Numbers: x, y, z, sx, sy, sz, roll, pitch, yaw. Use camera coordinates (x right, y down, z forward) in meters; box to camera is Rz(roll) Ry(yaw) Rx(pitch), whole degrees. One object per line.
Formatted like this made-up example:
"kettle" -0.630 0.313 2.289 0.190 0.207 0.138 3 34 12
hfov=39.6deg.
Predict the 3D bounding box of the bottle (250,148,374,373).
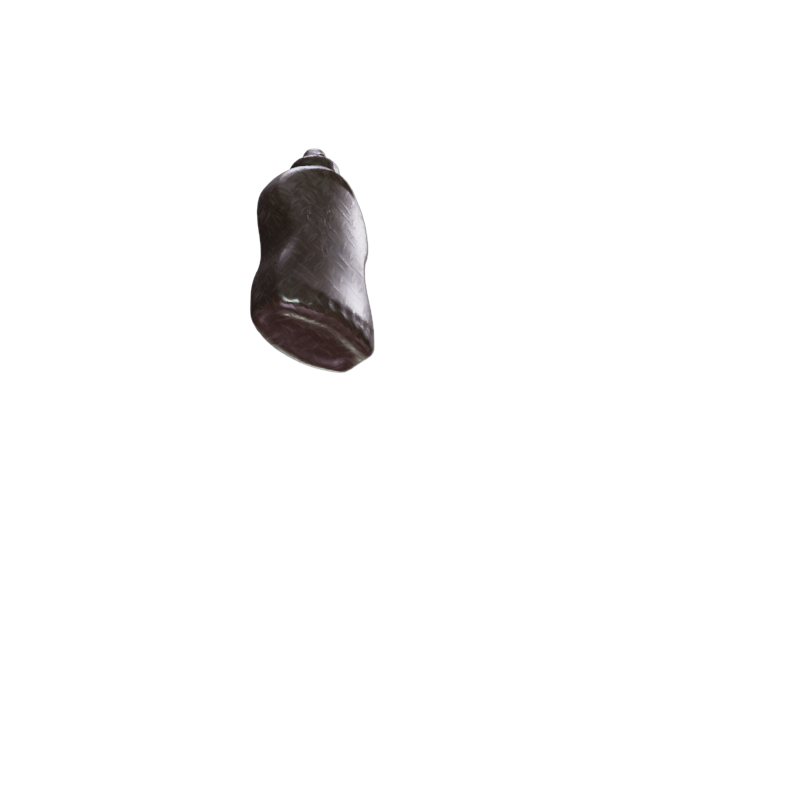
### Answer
"bottle" -0.065 -0.119 0.835 0.090 0.206 0.058 28 -49 -32
